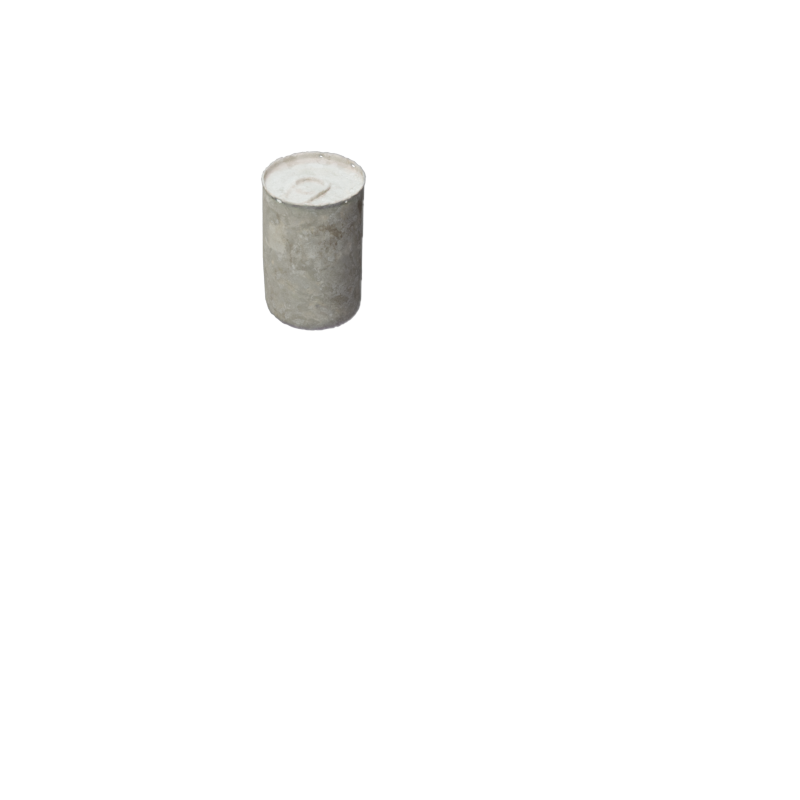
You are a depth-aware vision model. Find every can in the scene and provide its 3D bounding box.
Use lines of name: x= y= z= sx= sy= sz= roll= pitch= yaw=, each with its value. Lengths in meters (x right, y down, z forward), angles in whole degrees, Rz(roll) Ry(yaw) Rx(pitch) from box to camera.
can: x=-0.058 y=-0.106 z=0.745 sx=0.068 sy=0.096 sz=0.073 roll=0 pitch=37 yaw=-3
